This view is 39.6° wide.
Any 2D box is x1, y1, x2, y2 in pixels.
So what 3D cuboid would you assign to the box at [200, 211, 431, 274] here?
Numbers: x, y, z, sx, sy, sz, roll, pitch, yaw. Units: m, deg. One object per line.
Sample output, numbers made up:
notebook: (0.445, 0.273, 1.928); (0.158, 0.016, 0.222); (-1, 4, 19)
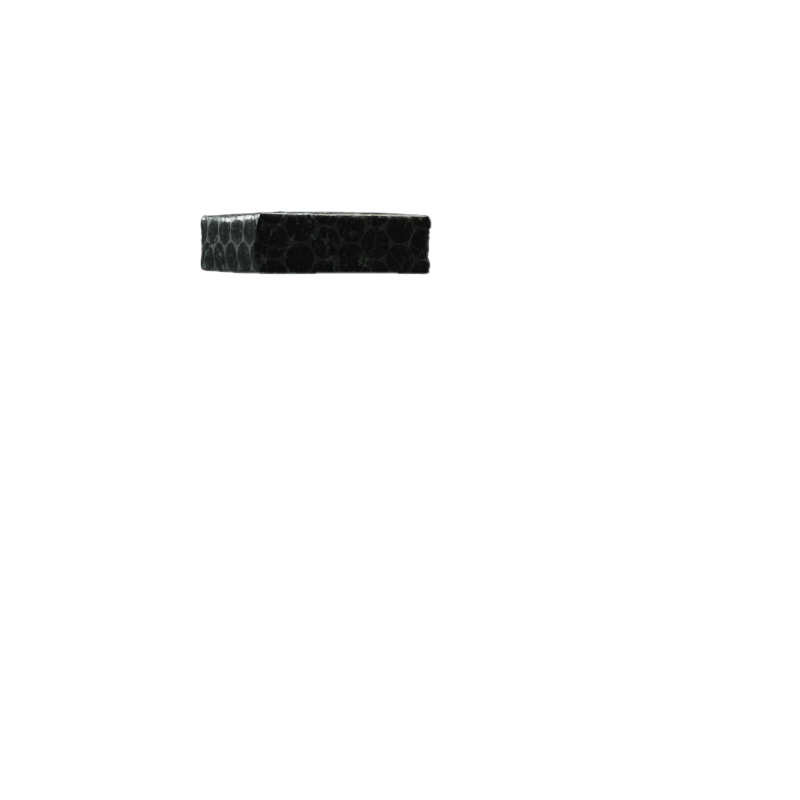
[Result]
box: (-0.041, -0.075, 0.526); (0.087, 0.030, 0.076); (-4, 8, -28)
